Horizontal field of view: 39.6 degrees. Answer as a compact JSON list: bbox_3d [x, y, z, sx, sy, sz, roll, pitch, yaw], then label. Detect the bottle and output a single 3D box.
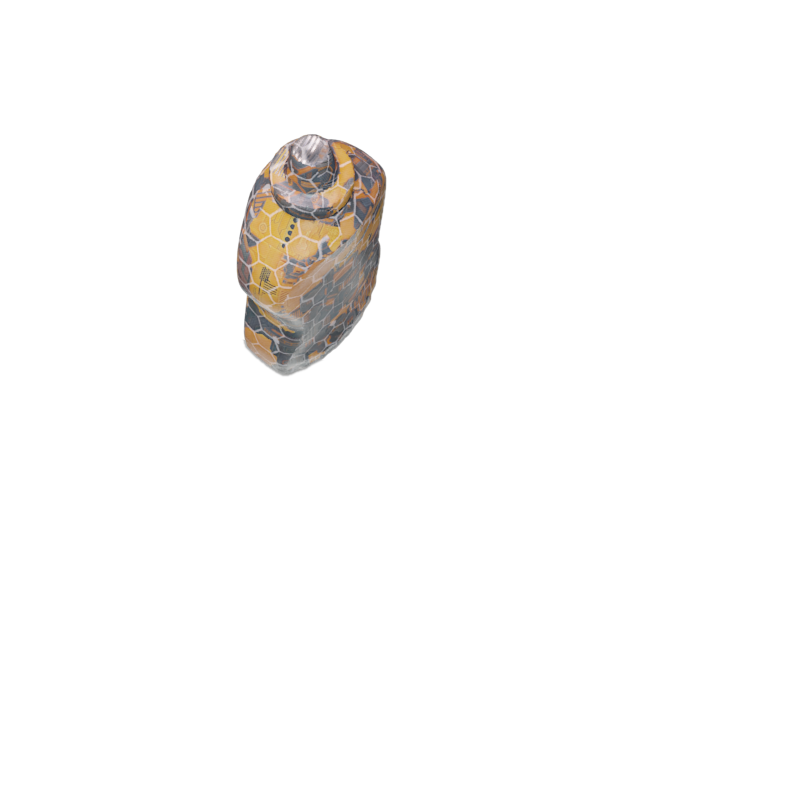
[{"bbox_3d":[-0.047,-0.084,0.590,0.060,0.098,0.183,38,-17,9],"label":"bottle"}]
